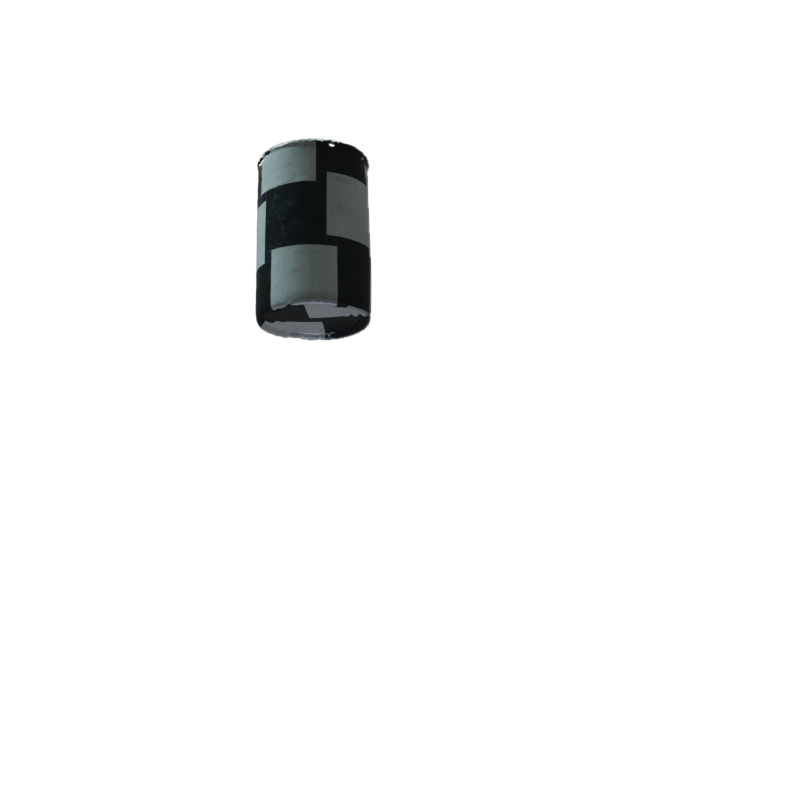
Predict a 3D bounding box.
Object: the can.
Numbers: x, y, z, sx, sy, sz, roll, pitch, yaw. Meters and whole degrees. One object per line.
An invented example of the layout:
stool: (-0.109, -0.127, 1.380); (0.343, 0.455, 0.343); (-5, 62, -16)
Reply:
can: (-0.051, -0.093, 0.653); (0.068, 0.107, 0.065); (0, -21, -2)
